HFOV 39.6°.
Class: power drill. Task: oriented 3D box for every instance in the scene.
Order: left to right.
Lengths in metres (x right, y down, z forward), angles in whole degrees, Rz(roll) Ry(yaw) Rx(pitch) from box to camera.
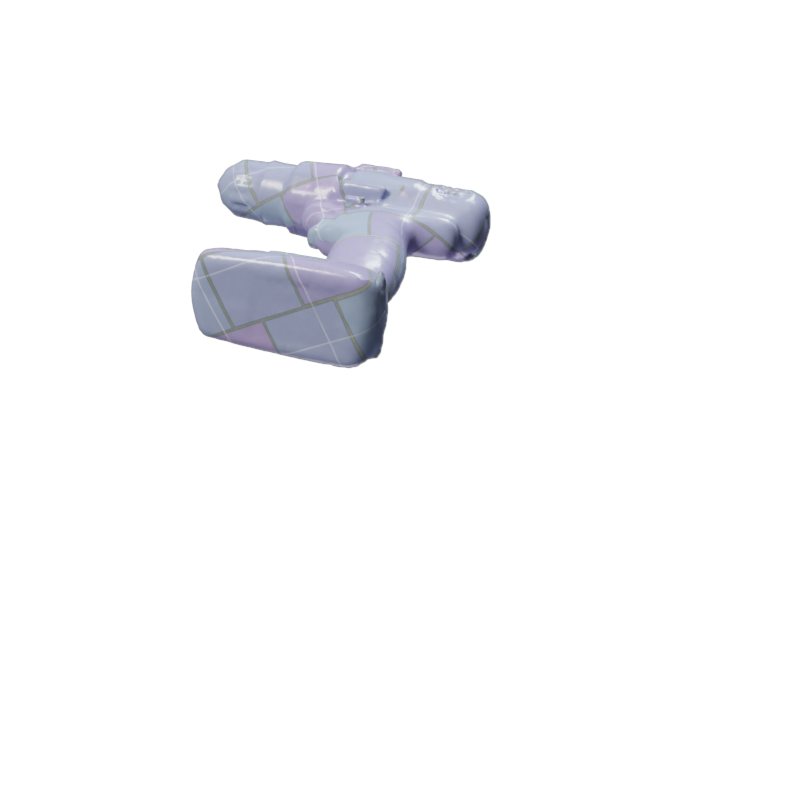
[{"bbox_3d":[-0.052,-0.095,0.666,0.190,0.054,0.193,10,31,16],"label":"power drill"}]
